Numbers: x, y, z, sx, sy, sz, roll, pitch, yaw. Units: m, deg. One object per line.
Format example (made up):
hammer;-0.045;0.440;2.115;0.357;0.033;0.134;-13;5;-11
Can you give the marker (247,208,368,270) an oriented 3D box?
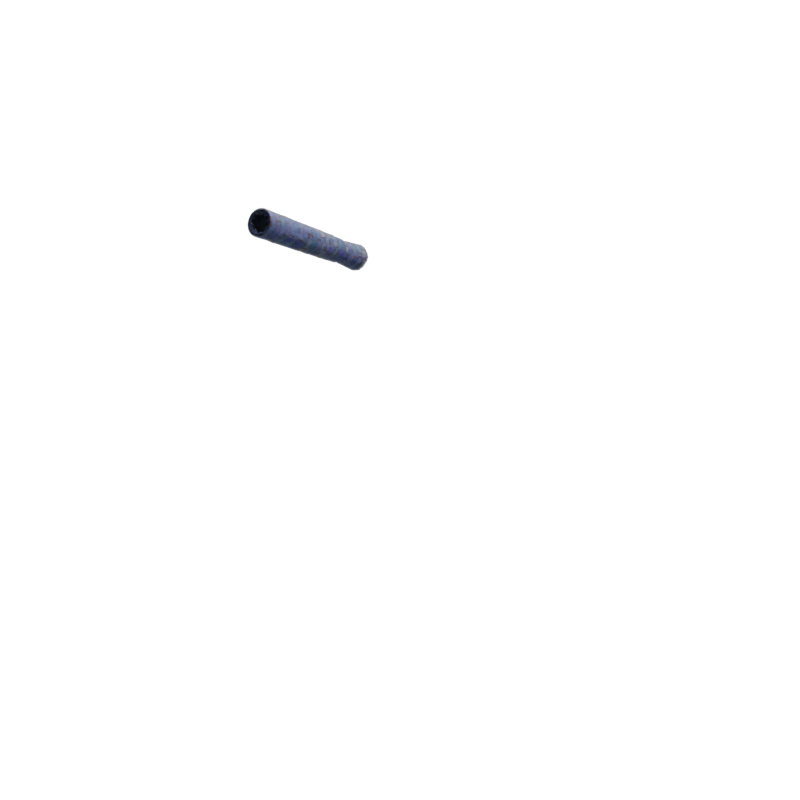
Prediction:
marker;-0.058;-0.106;0.740;0.020;0.020;0.115;3;-4;32
